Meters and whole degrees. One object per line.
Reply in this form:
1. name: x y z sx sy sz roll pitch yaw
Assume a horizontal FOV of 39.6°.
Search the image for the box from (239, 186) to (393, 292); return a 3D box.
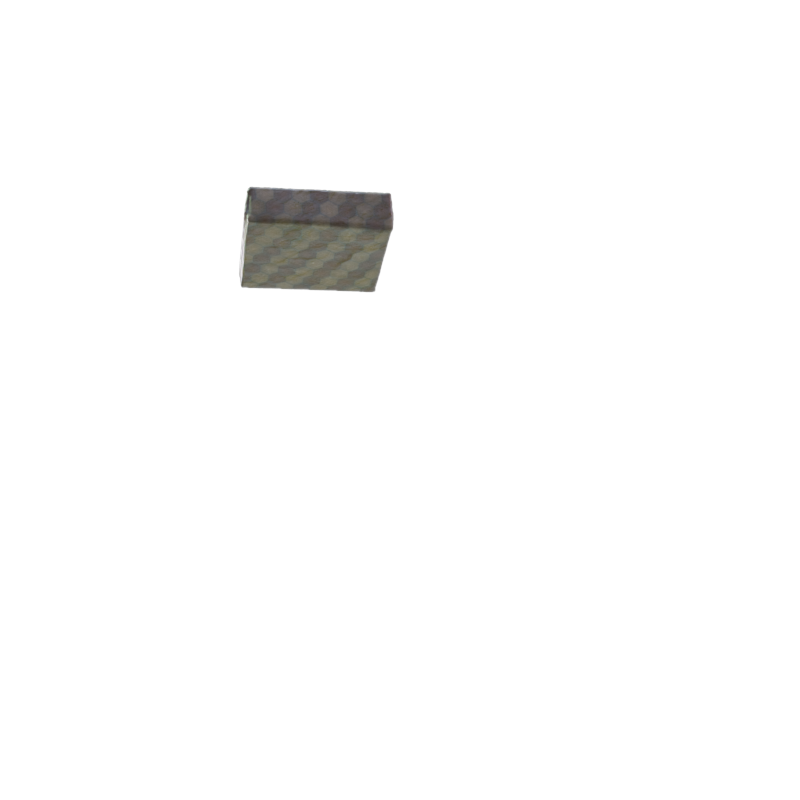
1. box: -0.068 -0.124 0.867 0.112 0.041 0.085 4 -31 -7
